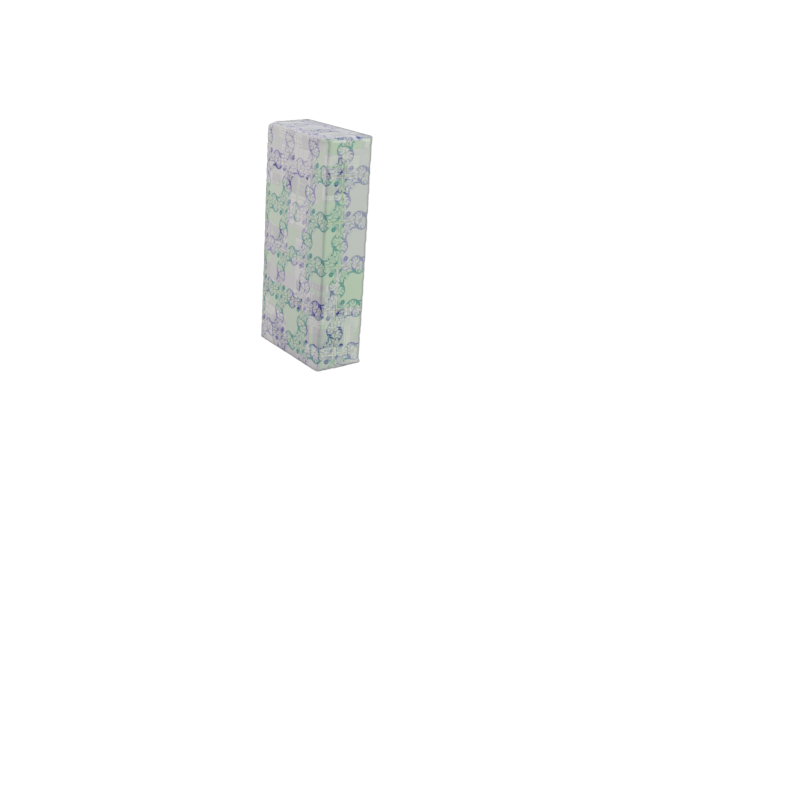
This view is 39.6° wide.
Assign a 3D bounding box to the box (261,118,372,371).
[{"bbox_3d":[-0.066,-0.121,0.845,0.047,0.170,0.099,-9,19,-32],"label":"box"}]
